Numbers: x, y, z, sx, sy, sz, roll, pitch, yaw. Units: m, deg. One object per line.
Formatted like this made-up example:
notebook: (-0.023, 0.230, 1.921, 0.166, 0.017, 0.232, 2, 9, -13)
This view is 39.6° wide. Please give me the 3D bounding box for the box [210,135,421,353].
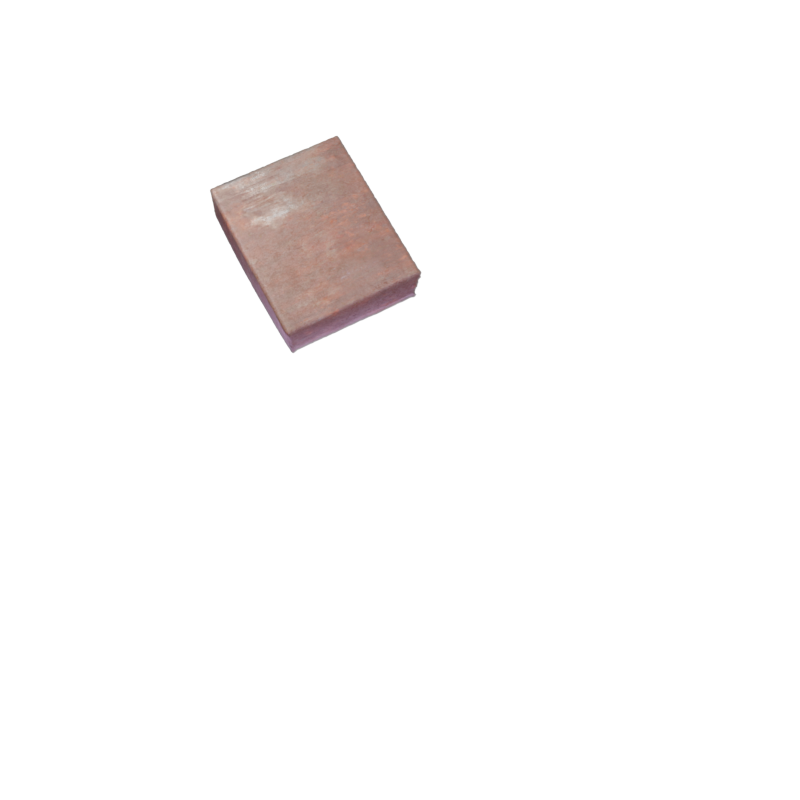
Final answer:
box: (-0.054, -0.097, 0.682, 0.090, 0.120, 0.037, -25, -21, -11)
